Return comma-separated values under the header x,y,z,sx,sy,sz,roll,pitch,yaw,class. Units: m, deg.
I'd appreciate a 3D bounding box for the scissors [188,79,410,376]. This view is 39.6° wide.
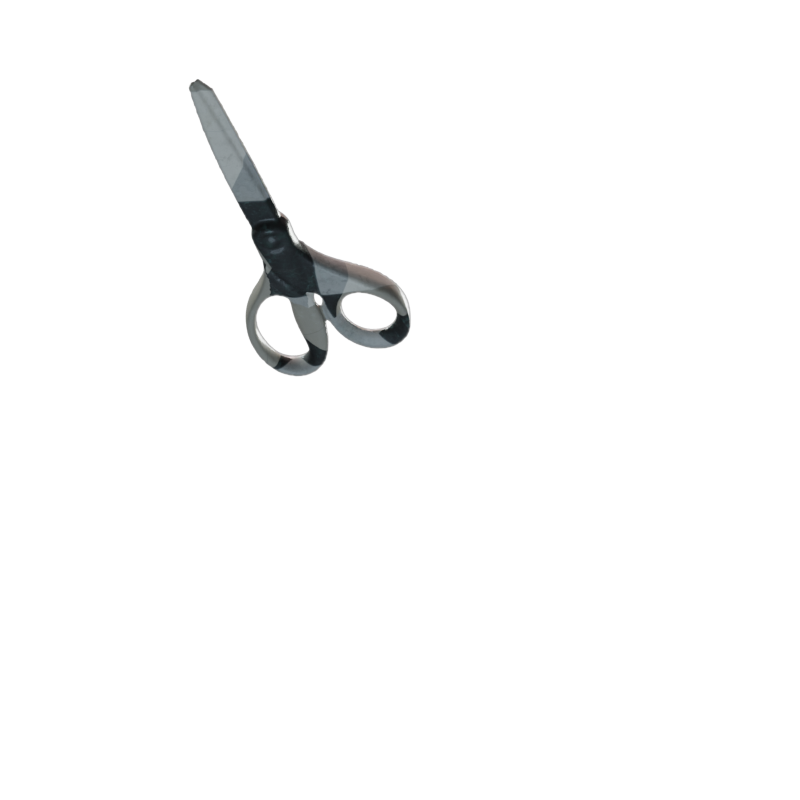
x,y,z,sx,sy,sz,roll,pitch,yaw,class
-0.042,-0.077,0.541,0.096,0.017,0.188,0,-39,0,scissors
